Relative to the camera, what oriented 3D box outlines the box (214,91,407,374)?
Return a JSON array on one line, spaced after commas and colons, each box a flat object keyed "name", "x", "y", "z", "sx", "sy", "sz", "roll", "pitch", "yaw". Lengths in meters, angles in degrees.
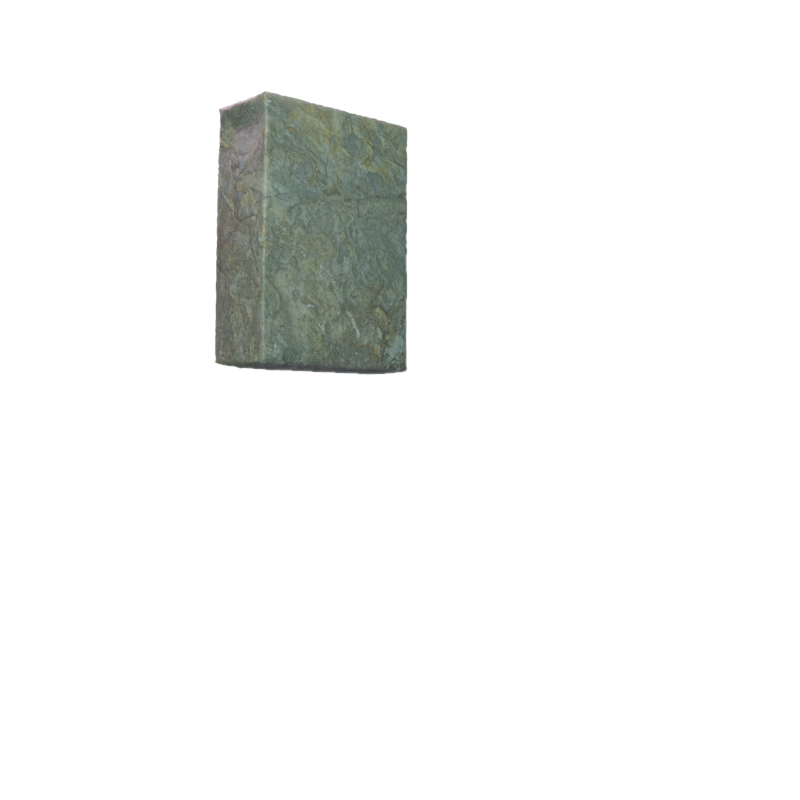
[{"name": "box", "x": -0.072, "y": -0.131, "z": 0.919, "sx": 0.156, "sy": 0.218, "sz": 0.074, "roll": 6, "pitch": -11, "yaw": -44}]
